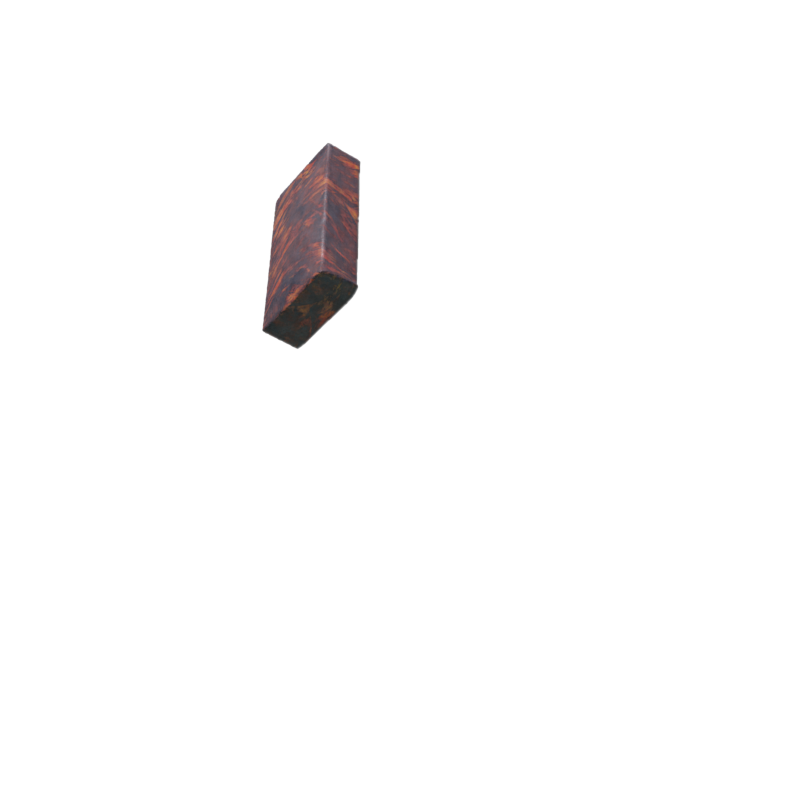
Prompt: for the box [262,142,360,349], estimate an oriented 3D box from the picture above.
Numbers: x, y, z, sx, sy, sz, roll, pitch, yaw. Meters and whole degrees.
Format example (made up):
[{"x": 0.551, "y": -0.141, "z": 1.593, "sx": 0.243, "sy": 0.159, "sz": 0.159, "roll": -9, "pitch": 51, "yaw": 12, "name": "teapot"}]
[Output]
[{"x": -0.079, "y": -0.143, "z": 0.998, "sx": 0.046, "sy": 0.189, "sz": 0.091, "roll": 26, "pitch": -51, "yaw": -29, "name": "box"}]
